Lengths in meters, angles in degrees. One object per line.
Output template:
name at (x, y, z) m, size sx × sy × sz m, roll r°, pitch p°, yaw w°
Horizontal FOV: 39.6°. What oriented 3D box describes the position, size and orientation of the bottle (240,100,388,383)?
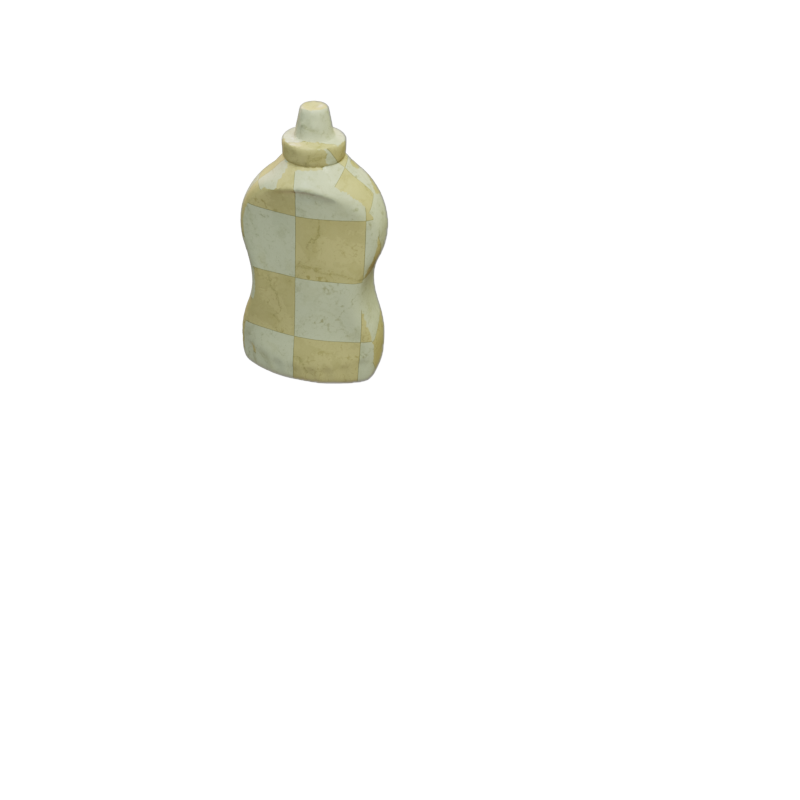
bottle at (-0.057, -0.105, 0.731) m, size 0.099 × 0.180 × 0.060 m, roll 11°, pitch 33°, yaw 15°
